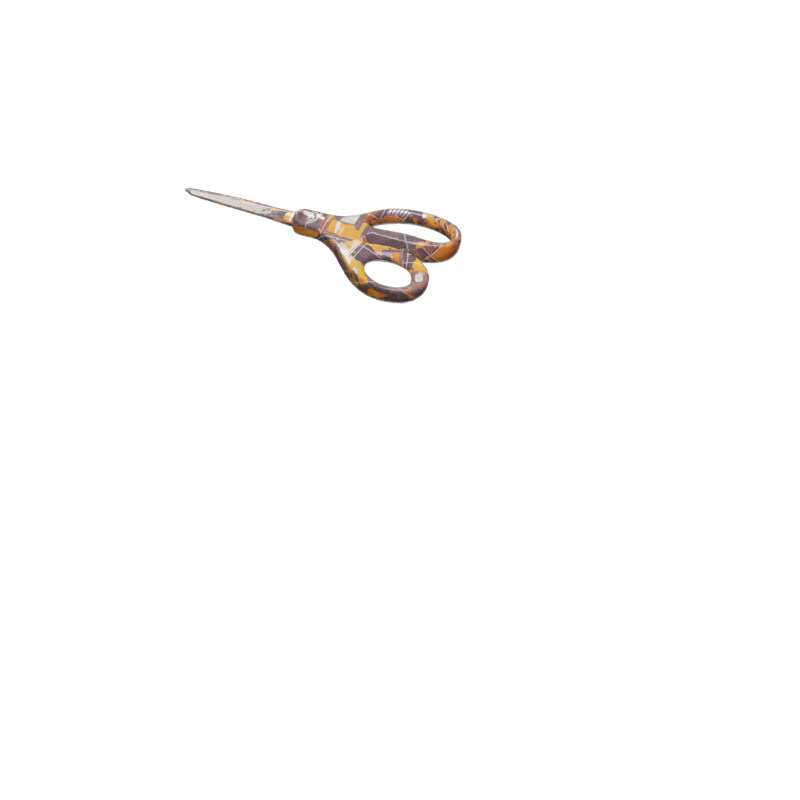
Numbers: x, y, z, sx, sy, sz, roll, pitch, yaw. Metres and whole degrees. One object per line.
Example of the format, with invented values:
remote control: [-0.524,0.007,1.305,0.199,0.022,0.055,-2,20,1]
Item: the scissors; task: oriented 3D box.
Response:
scissors: [-0.060,-0.109,0.765,0.203,0.015,0.102,5,45,5]
